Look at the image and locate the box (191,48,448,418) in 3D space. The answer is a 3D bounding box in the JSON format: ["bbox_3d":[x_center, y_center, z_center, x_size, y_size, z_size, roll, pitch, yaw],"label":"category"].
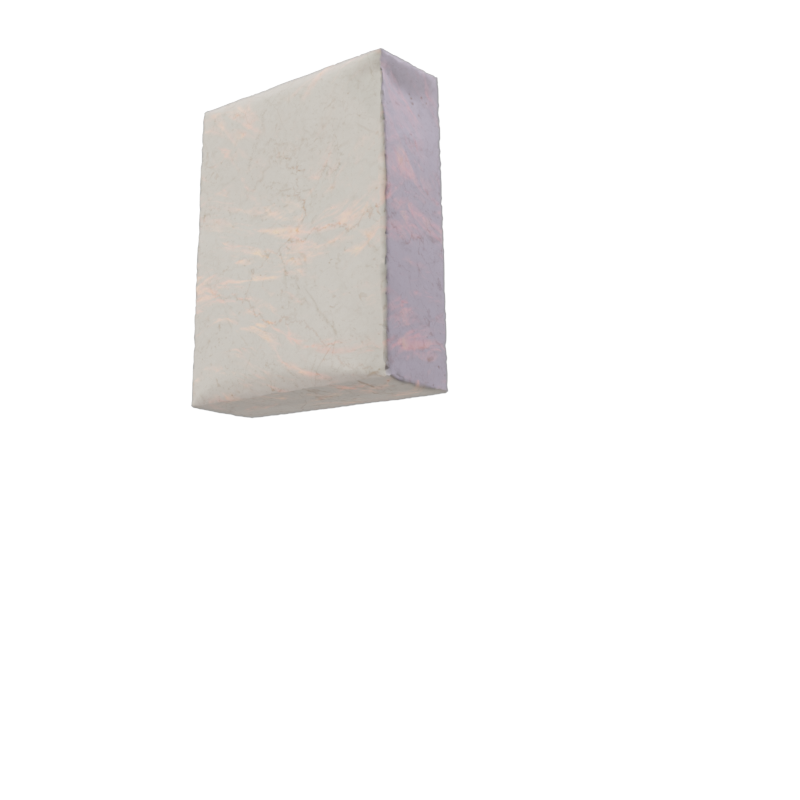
[{"bbox_3d":[-0.057,-0.104,0.729,0.168,0.222,0.068,-11,-18,36],"label":"box"}]
